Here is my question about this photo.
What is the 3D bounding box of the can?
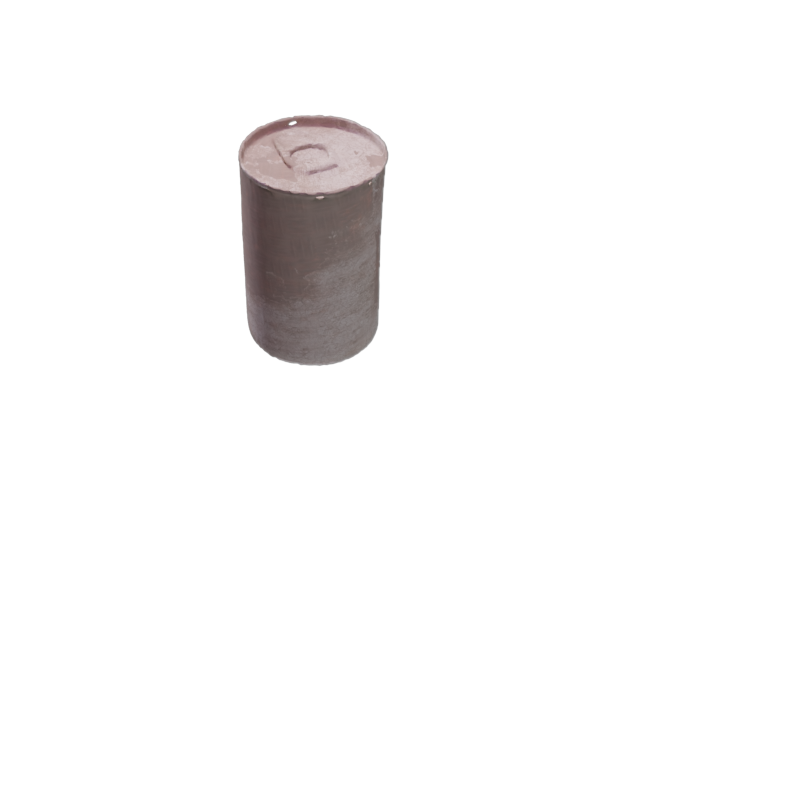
[{"bbox_3d":[-0.042,-0.076,0.530,0.068,0.095,0.073,0,40,-3],"label":"can"}]
